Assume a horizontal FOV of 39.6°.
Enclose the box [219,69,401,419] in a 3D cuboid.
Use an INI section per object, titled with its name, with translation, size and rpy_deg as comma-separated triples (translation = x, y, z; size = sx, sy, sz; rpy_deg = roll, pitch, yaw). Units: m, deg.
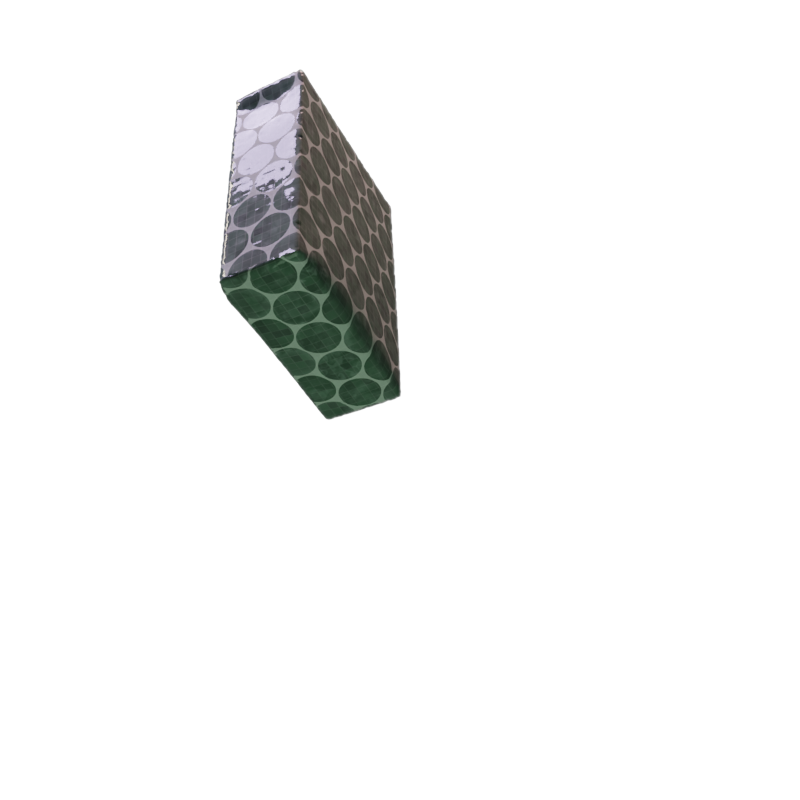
[box]
translation = -0.066, -0.120, 0.844
size = 0.072, 0.230, 0.152
rpy_deg = -21, -46, 17
